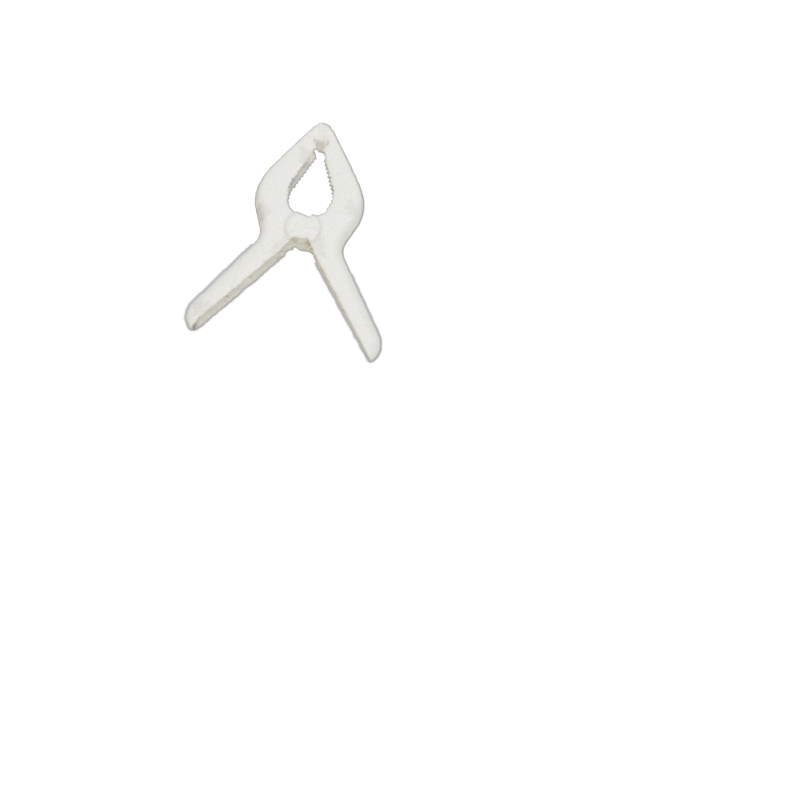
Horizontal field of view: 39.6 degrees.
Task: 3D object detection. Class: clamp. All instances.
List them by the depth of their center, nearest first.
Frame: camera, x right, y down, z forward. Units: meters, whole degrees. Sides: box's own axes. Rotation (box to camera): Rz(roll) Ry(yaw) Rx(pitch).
[{"bbox_3d":[-0.074,-0.136,0.950,0.166,0.217,0.035,16,-19,5],"label":"clamp"}]
